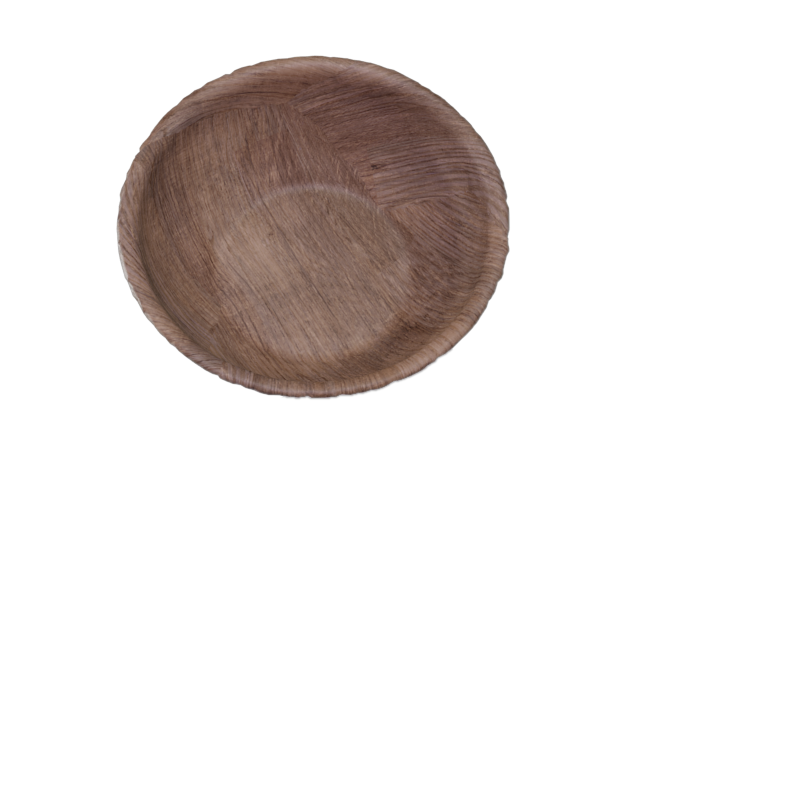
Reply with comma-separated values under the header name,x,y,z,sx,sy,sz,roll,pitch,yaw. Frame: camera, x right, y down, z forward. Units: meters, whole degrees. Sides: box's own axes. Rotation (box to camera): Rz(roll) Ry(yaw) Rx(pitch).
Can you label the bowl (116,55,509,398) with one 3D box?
name,x,y,z,sx,sy,sz,roll,pitch,yaw
bowl,-0.037,-0.068,0.478,0.162,0.172,0.052,-1,-26,-1
